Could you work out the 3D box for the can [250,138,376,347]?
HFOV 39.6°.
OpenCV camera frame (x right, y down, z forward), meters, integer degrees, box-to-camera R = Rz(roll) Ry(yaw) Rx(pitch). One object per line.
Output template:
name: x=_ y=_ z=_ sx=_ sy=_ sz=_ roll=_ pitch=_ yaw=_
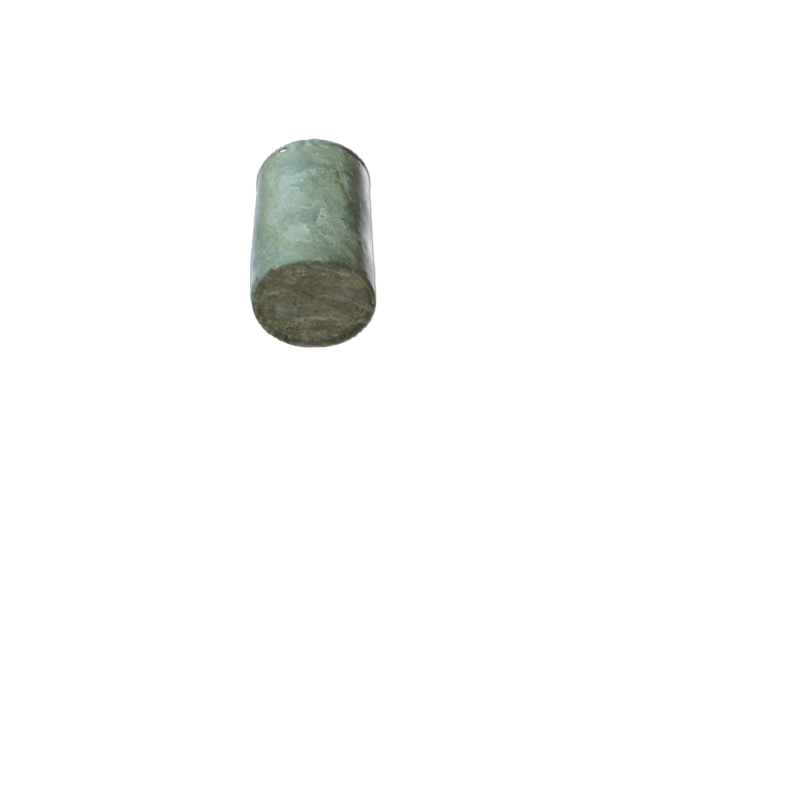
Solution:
can: x=-0.048 y=-0.088 z=0.618 sx=0.068 sy=0.110 sz=0.064 roll=-1 pitch=-44 yaw=-3
